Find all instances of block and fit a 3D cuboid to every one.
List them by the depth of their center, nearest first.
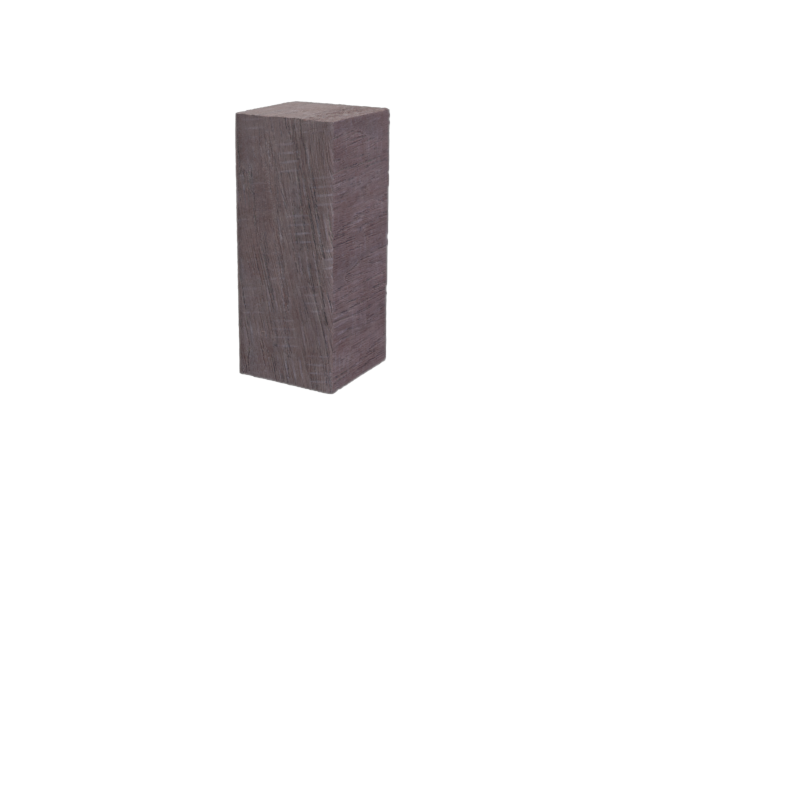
[{"bbox_3d":[-0.068,-0.124,0.865,0.094,0.199,0.090,10,18,27],"label":"block"}]
